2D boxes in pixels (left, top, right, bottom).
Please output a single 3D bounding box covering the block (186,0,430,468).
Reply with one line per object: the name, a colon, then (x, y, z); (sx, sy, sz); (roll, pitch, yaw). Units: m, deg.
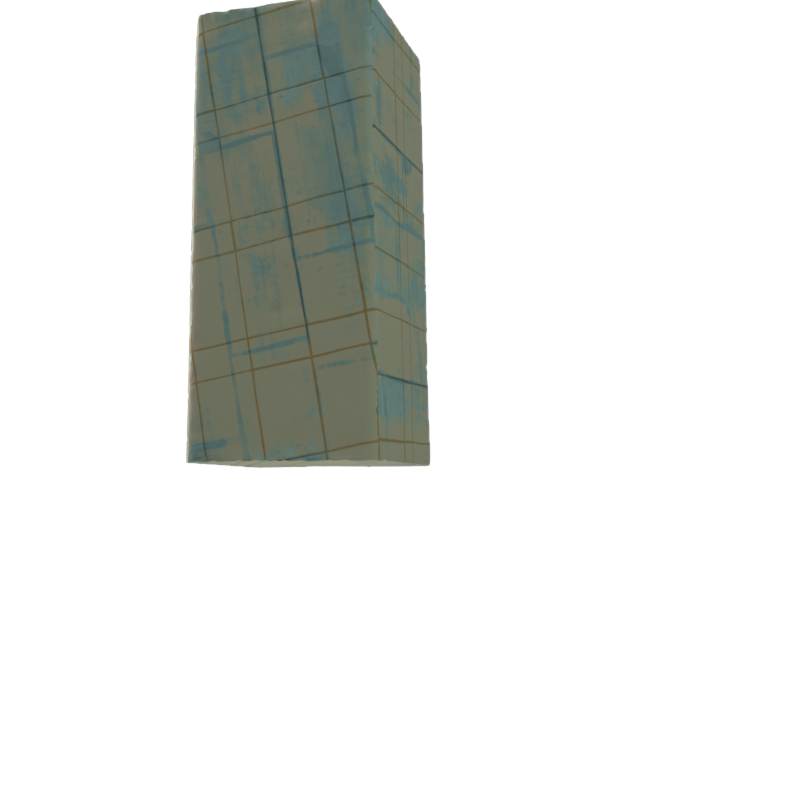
block: (-0.041, -0.075, 0.523); (0.092, 0.212, 0.086); (-4, -12, 16)
